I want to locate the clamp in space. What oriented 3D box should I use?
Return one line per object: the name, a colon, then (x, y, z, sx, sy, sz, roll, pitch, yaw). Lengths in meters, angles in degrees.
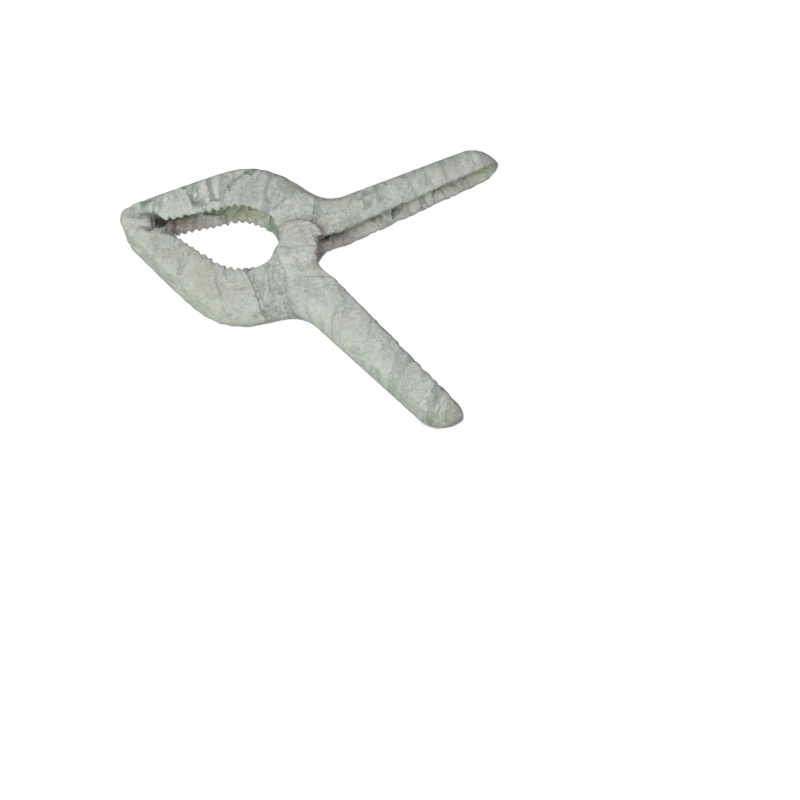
clamp: (-0.048, -0.088, 0.619, 0.213, 0.172, 0.034, 16, -25, 7)
